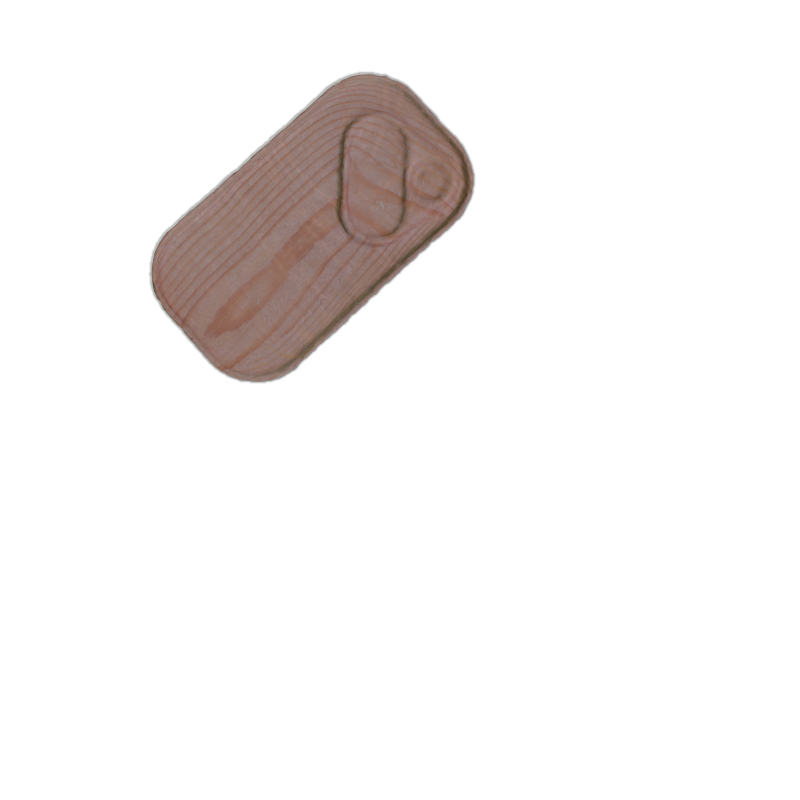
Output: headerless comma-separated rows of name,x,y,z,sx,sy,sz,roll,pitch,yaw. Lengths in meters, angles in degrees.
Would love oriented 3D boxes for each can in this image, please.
can,-0.029,-0.054,0.377,0.102,0.058,0.083,-43,1,-4
